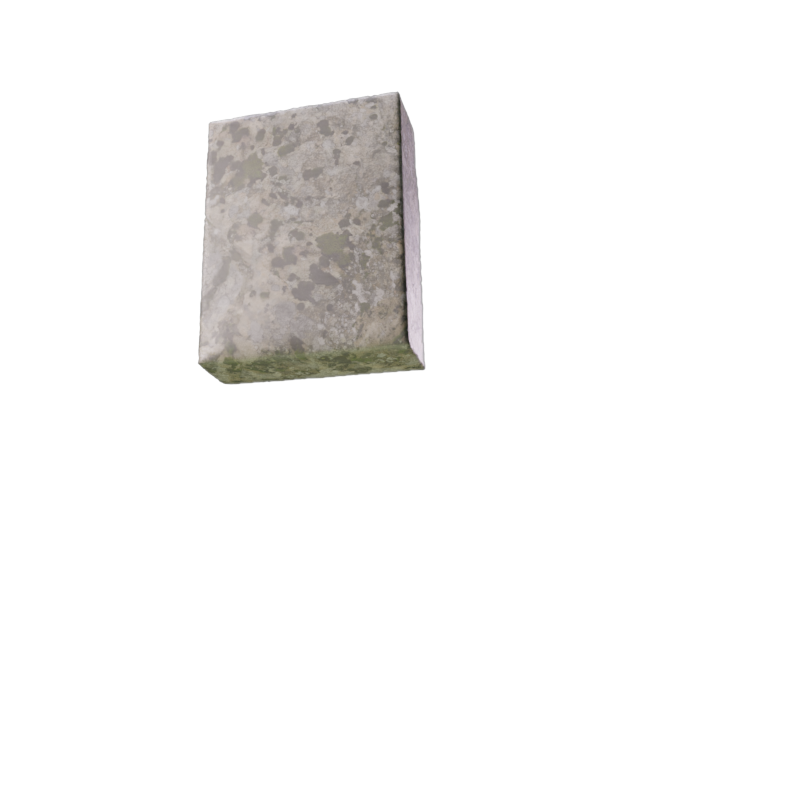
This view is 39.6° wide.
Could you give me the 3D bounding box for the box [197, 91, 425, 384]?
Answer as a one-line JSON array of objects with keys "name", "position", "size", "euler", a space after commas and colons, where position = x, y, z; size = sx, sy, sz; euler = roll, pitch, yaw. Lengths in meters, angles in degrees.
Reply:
[{"name": "box", "position": [-0.069, -0.125, 0.878], "size": [0.166, 0.226, 0.067], "euler": [-7, -24, 13]}]
